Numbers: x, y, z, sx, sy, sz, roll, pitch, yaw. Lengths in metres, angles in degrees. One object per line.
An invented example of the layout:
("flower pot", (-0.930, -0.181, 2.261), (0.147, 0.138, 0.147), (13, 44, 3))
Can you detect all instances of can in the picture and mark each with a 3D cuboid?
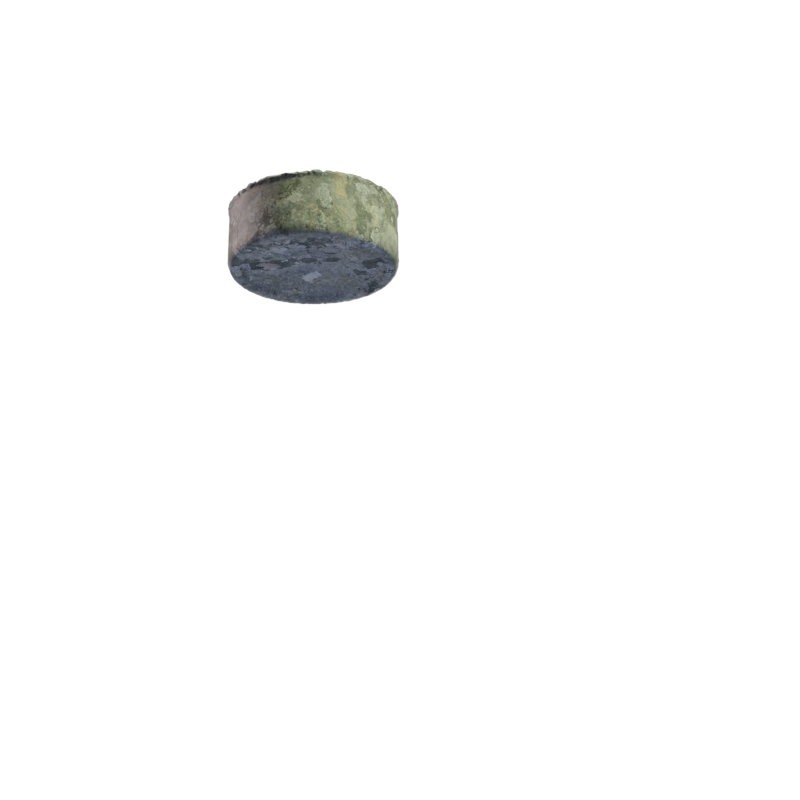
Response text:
("can", (-0.043, -0.079, 0.551), (0.086, 0.035, 0.082), (0, -21, -2))
